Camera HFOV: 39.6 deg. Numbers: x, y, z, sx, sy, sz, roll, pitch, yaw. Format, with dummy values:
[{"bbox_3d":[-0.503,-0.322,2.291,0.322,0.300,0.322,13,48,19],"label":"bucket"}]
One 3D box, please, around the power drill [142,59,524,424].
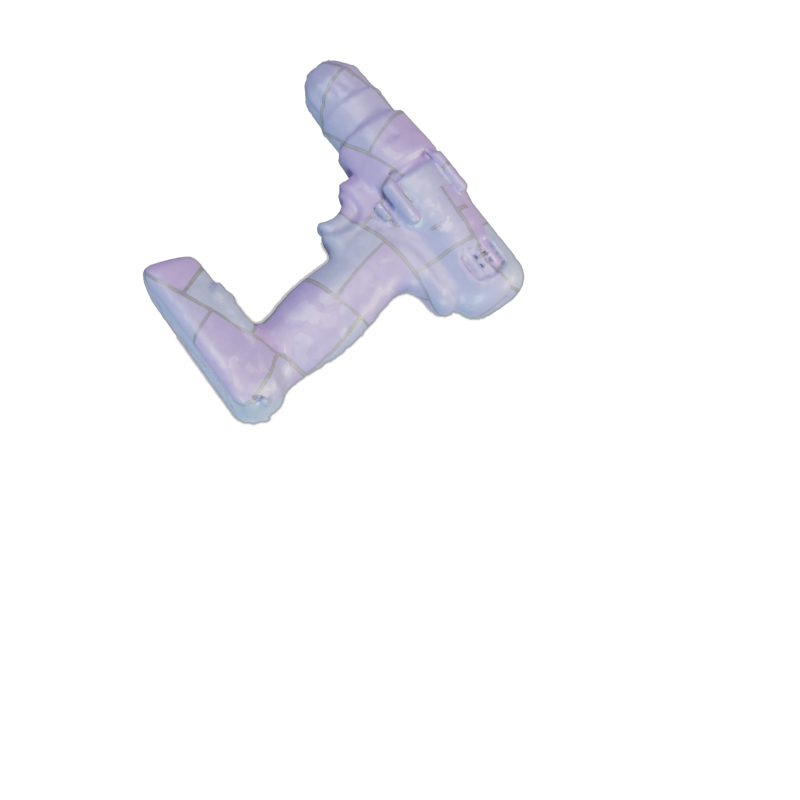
[{"bbox_3d":[-0.050,-0.091,0.637,0.188,0.193,0.055,-34,-17,-12],"label":"power drill"}]
